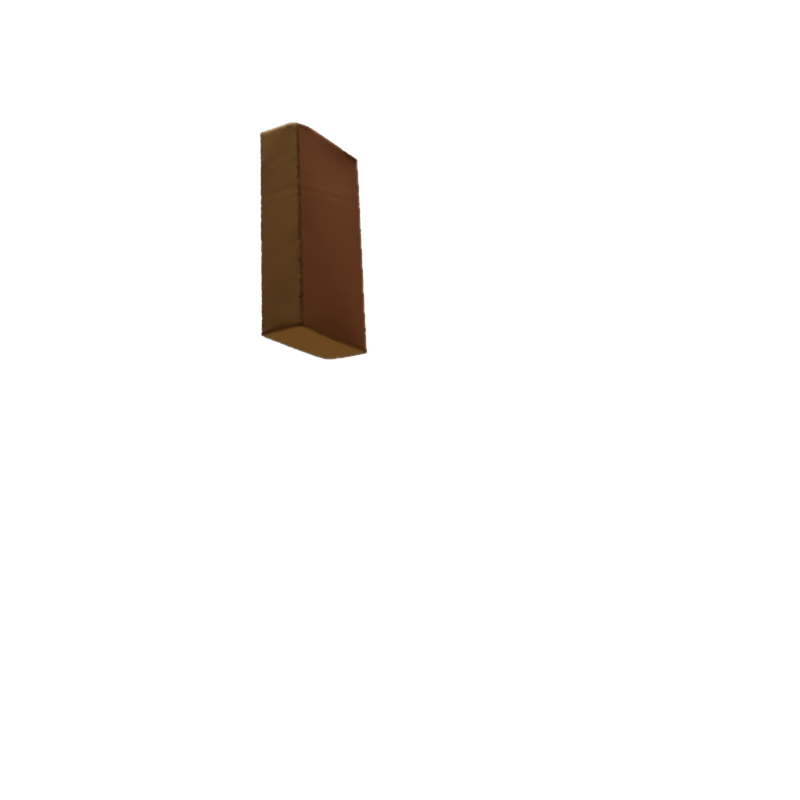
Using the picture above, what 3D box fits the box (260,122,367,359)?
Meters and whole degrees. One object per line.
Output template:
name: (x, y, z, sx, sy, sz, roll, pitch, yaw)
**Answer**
box: (-0.070, -0.128, 0.894, 0.049, 0.185, 0.087, -14, -23, 31)
